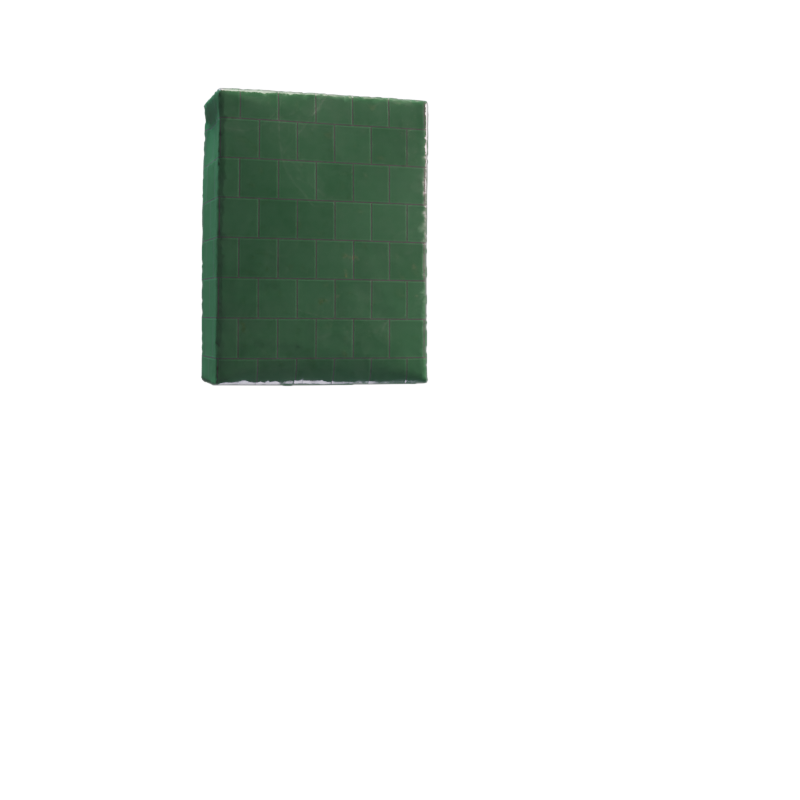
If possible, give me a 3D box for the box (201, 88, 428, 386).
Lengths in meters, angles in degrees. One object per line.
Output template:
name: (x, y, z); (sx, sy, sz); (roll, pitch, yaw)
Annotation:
box: (-0.065, -0.119, 0.835); (0.160, 0.216, 0.073); (0, -4, -18)
